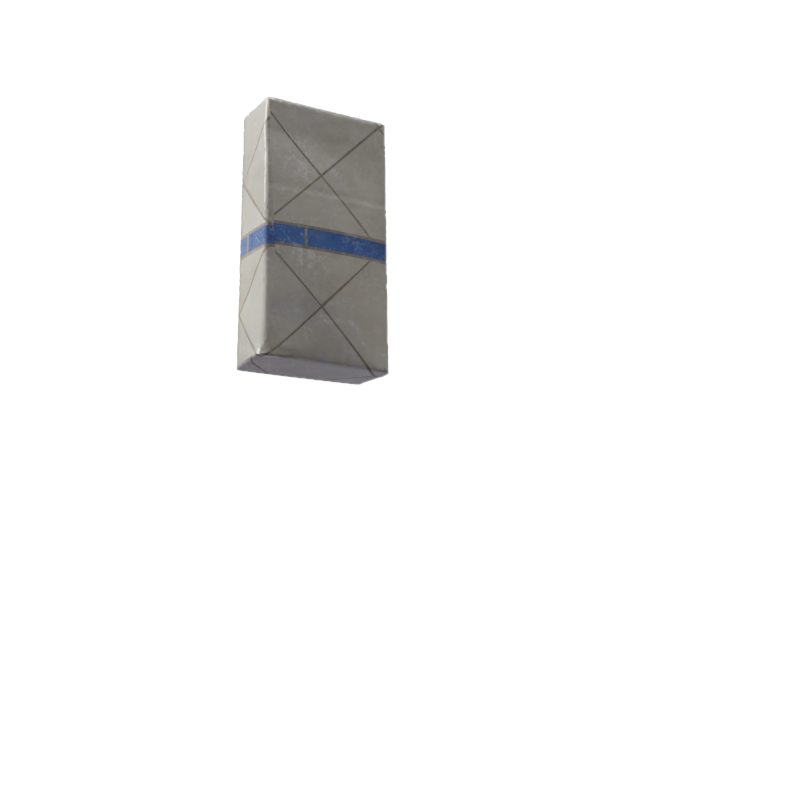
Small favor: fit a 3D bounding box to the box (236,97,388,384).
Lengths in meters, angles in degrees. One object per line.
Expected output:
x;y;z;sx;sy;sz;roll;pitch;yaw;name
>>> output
-0.057;-0.104;0.730;0.089;0.185;0.048;9;-22;-28;box
